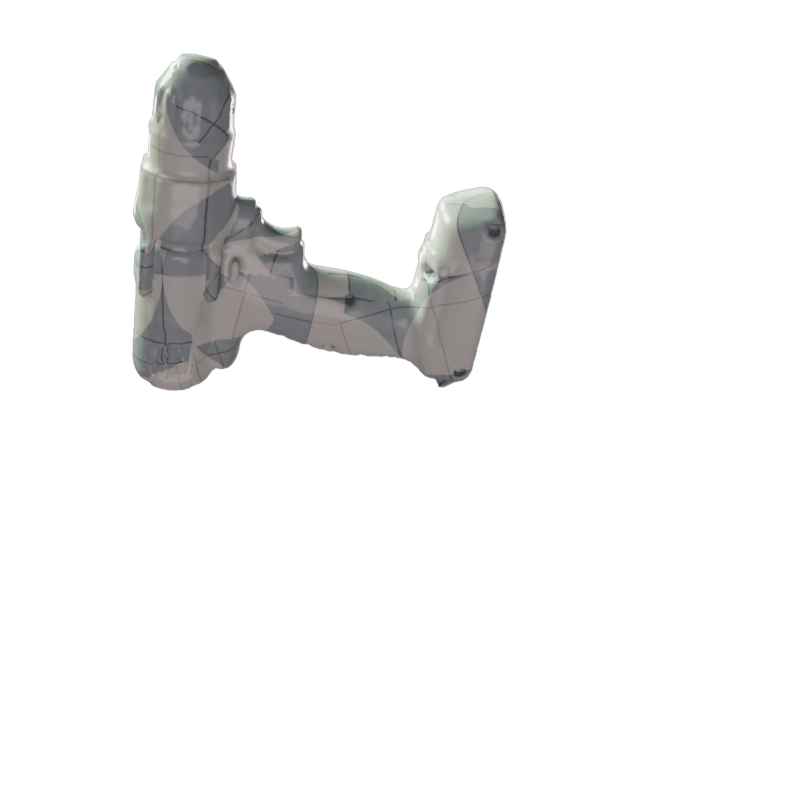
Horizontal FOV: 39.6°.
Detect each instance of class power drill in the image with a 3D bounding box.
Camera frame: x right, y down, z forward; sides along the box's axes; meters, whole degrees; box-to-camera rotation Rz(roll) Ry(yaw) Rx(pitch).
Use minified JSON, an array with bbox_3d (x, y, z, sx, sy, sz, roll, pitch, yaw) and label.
[{"bbox_3d":[-0.045,-0.083,0.578,0.186,0.175,0.061,7,30,-5],"label":"power drill"}]
